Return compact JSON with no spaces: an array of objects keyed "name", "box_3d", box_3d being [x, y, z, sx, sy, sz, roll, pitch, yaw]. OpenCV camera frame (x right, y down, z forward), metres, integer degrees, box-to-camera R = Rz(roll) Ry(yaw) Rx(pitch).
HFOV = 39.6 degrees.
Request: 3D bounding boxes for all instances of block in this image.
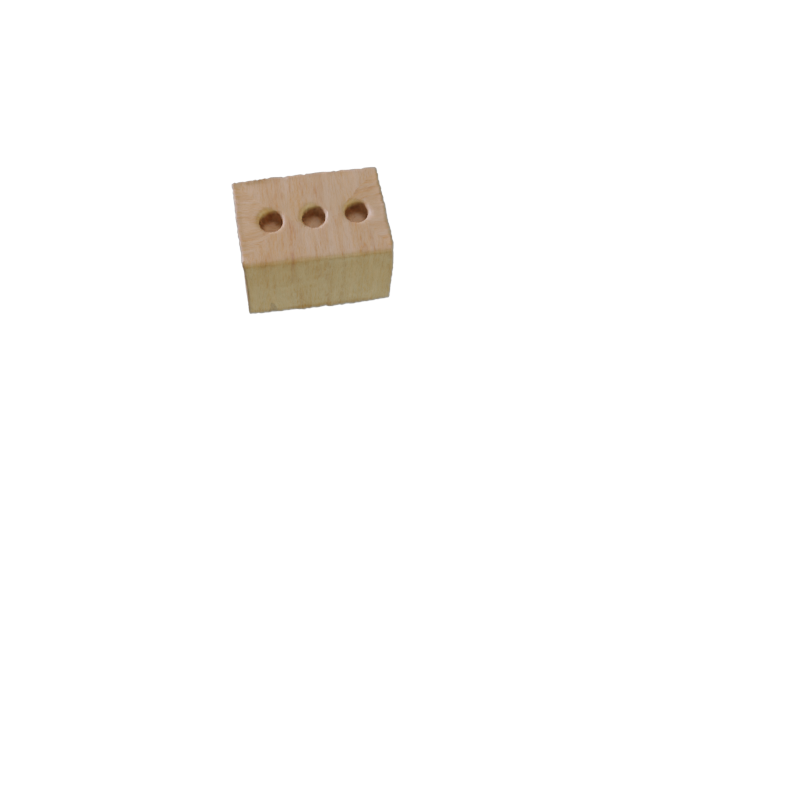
[{"name":"block","box_3d":[-0.045,-0.082,0.578,0.077,0.056,0.048,-8,-28,-6]}]
